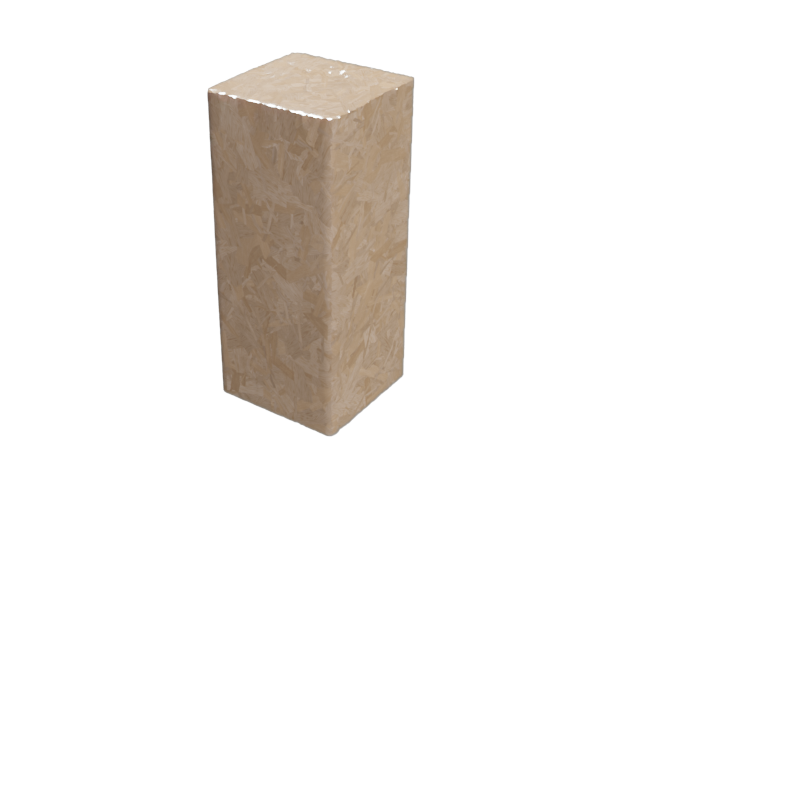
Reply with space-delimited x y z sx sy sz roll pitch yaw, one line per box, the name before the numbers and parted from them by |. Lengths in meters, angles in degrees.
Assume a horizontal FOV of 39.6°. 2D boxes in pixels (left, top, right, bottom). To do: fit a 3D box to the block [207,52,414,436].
block | -0.054 -0.097 0.682 0.095 0.194 0.091 20 34 28
